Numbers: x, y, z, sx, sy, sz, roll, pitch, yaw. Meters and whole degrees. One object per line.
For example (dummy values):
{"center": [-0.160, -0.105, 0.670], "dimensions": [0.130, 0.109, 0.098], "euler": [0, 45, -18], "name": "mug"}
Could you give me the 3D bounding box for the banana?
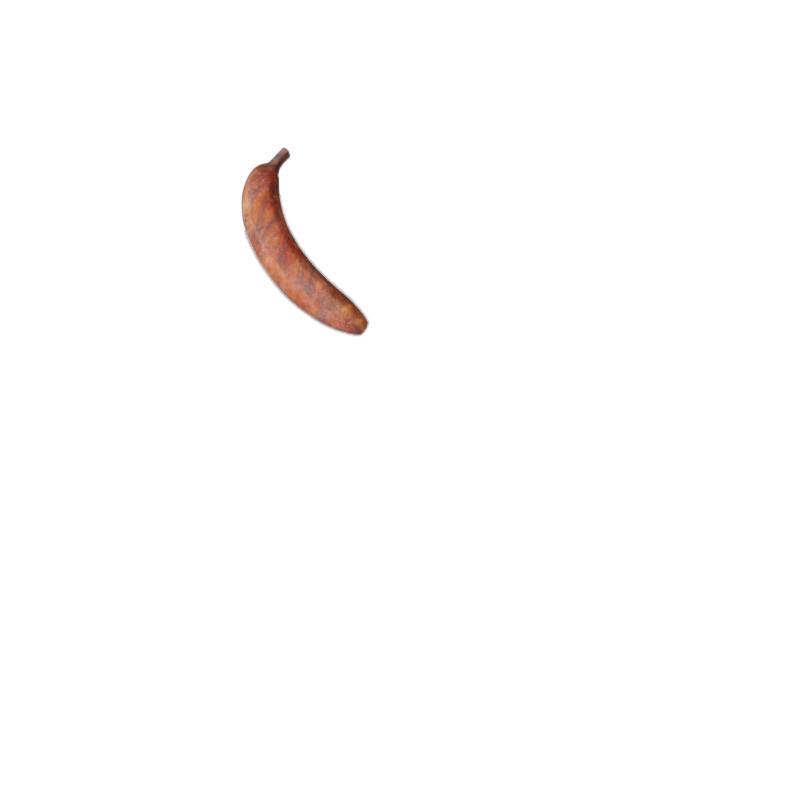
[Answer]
{"center": [-0.097, -0.139, 0.996], "dimensions": [0.069, 0.208, 0.035], "euler": [-21, -19, -8], "name": "banana"}
